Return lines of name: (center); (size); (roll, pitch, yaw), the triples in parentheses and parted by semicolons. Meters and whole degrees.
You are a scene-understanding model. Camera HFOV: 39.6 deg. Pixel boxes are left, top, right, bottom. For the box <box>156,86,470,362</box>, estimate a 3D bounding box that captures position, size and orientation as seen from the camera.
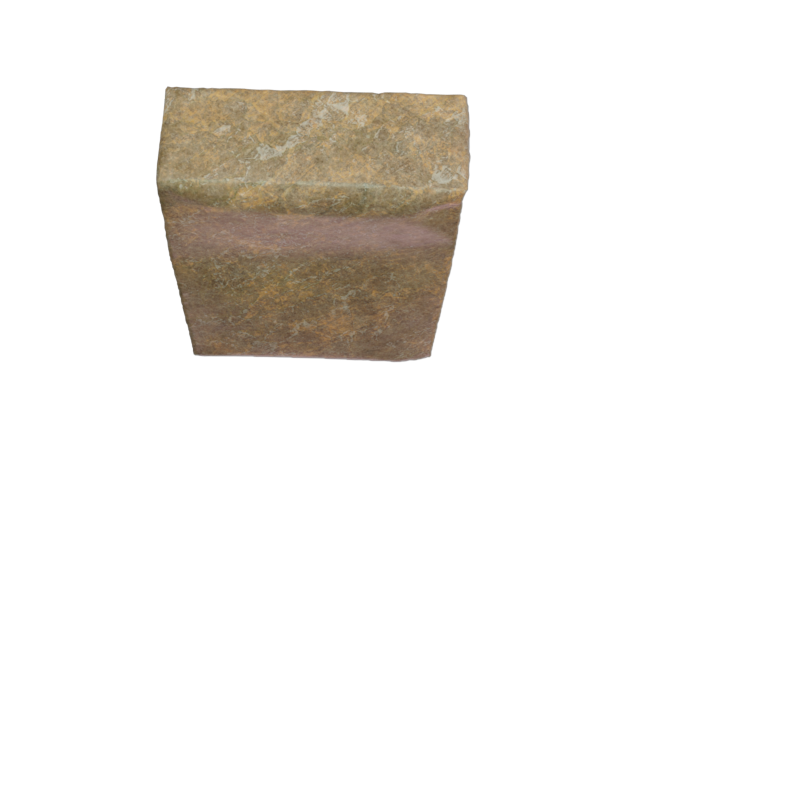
box: (-0.052, -0.095, 0.667); (0.164, 0.076, 0.202); (2, -24, -2)
